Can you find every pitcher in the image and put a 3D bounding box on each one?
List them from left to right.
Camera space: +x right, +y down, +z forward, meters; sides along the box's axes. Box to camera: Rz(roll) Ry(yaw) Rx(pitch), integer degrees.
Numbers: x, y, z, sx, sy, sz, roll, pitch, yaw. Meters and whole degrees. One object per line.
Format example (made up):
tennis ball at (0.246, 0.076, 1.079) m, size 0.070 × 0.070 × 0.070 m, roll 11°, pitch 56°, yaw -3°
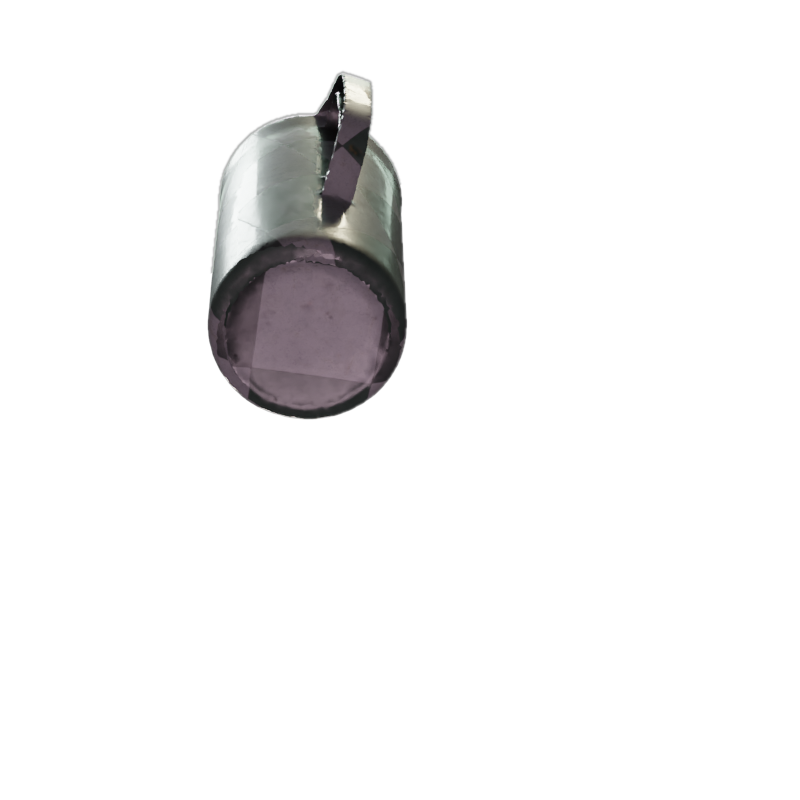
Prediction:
pitcher at (-0.055, -0.100, 0.697) m, size 0.145 × 0.141 × 0.256 m, roll -24°, pitch 24°, yaw 8°
